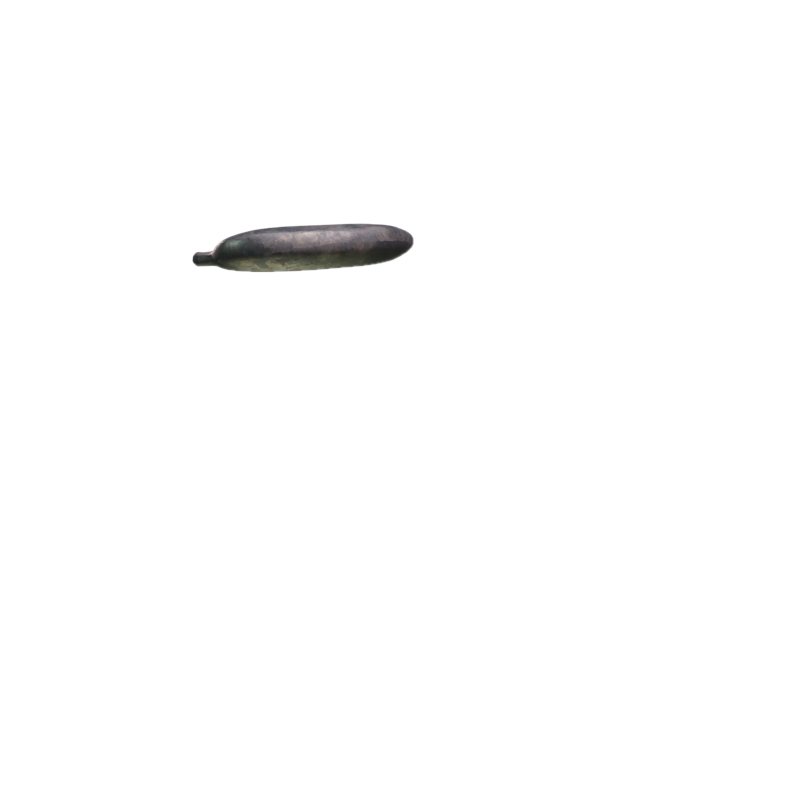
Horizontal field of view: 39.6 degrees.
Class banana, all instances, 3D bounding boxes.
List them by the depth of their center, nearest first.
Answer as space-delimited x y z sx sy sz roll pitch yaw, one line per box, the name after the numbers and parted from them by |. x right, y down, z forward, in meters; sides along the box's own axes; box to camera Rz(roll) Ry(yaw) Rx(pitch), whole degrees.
-0.071 -0.130 0.929 0.194 0.036 0.073 -5 16 -18 | banana
